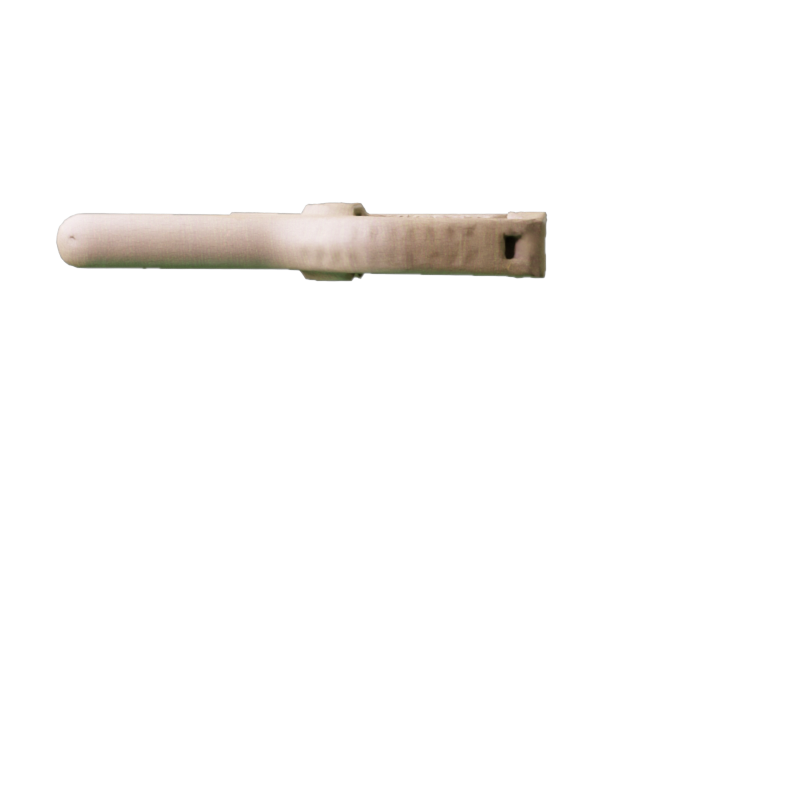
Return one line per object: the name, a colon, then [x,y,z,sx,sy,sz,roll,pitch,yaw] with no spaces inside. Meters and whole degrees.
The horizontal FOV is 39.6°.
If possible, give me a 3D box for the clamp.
clamp: [-0.040,-0.074,0.515,0.218,0.036,0.161,6,12,29]
